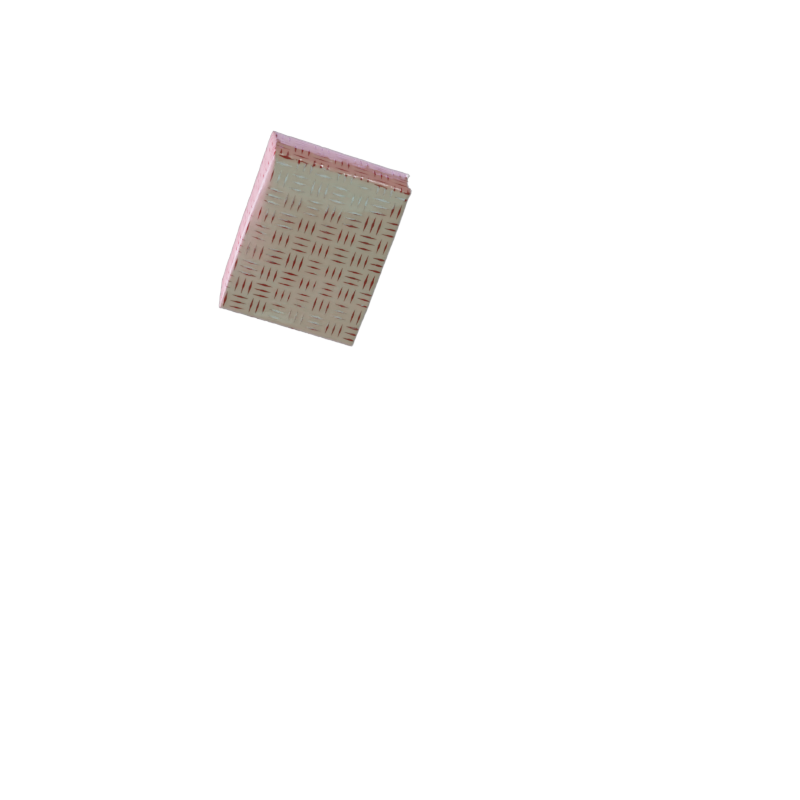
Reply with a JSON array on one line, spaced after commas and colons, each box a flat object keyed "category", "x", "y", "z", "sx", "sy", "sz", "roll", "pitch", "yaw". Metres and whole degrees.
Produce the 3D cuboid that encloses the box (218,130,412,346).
[{"category": "box", "x": -0.053, "y": -0.097, "z": 0.681, "sx": 0.088, "sy": 0.109, "sz": 0.041, "roll": 18, "pitch": 26, "yaw": -10}]
